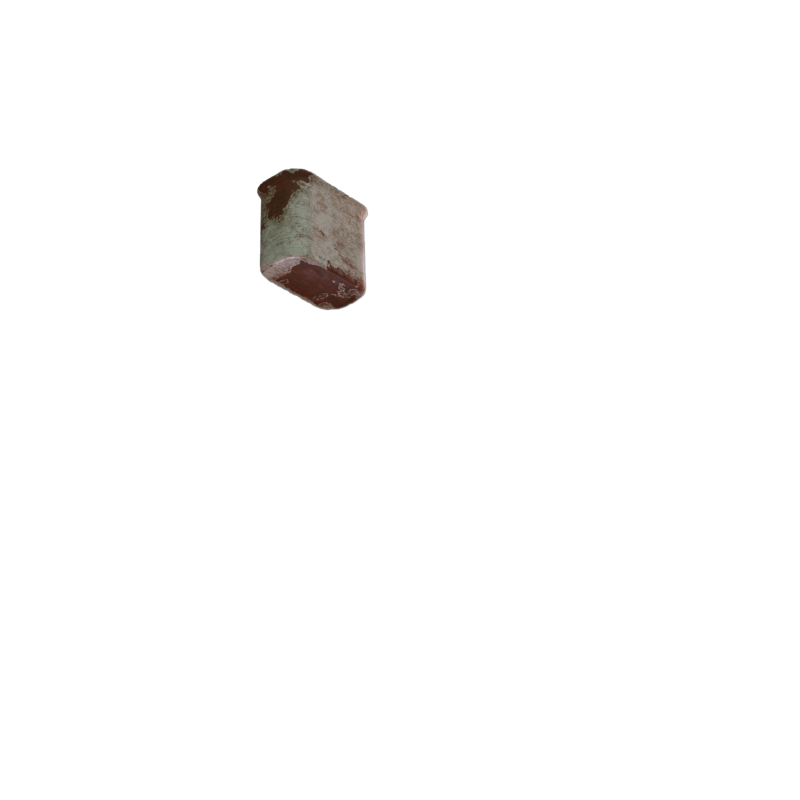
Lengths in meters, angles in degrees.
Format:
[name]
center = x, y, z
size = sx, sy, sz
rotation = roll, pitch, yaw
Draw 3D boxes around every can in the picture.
[can]
center = -0.073, -0.134, 0.935
size = 0.058, 0.089, 0.095
rotation = -25, -36, 35
